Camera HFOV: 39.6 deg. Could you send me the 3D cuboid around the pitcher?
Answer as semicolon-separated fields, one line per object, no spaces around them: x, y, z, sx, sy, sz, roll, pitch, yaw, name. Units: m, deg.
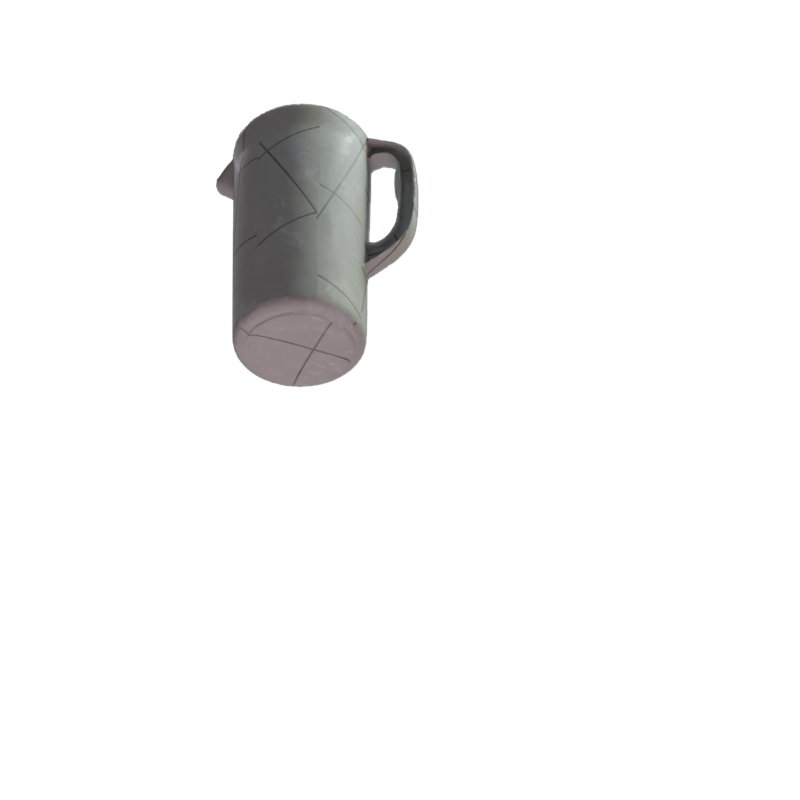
-0.075;-0.137;0.963;0.138;0.261;0.146;23;-48;-26;pitcher
